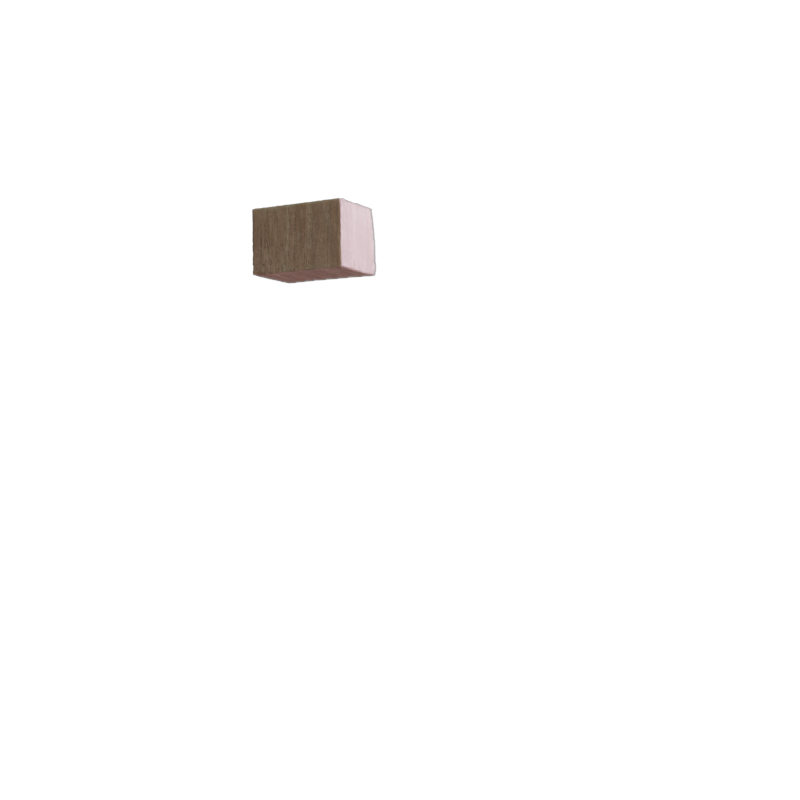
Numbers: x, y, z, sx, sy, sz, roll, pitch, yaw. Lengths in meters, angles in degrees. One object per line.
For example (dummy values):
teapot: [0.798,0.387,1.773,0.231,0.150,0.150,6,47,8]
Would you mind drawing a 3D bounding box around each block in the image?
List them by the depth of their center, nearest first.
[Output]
block: [-0.064,-0.117,0.818,0.080,0.052,0.050,-3,-6,28]
